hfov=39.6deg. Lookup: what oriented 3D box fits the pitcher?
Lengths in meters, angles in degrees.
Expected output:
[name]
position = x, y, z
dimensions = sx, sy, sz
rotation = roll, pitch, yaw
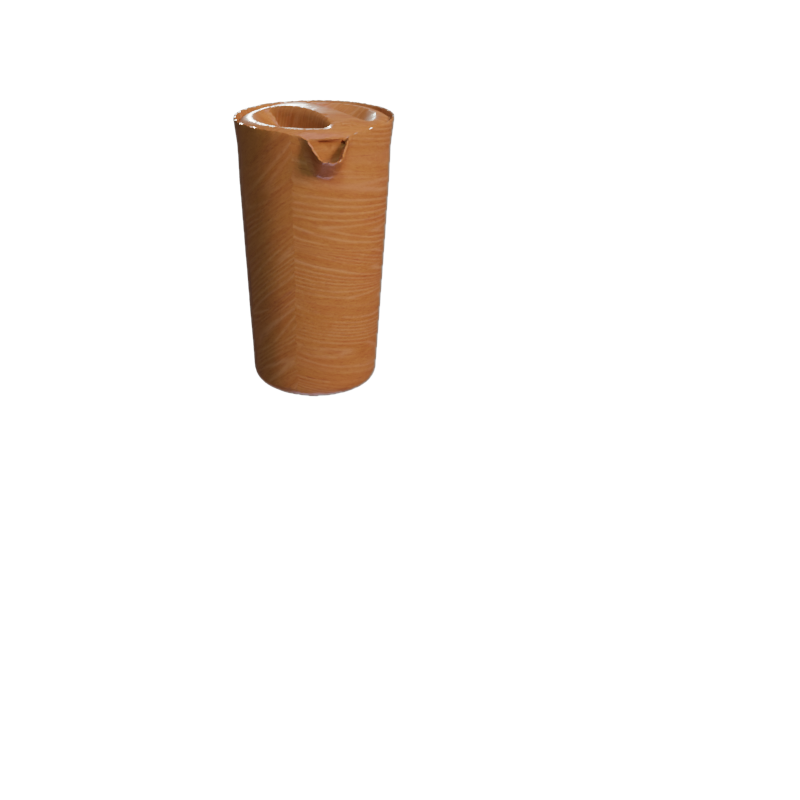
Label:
[pitcher]
position = -0.075, -0.138, 0.964
dimensions = 0.152, 0.232, 0.149
rotation = 14, 25, 29
